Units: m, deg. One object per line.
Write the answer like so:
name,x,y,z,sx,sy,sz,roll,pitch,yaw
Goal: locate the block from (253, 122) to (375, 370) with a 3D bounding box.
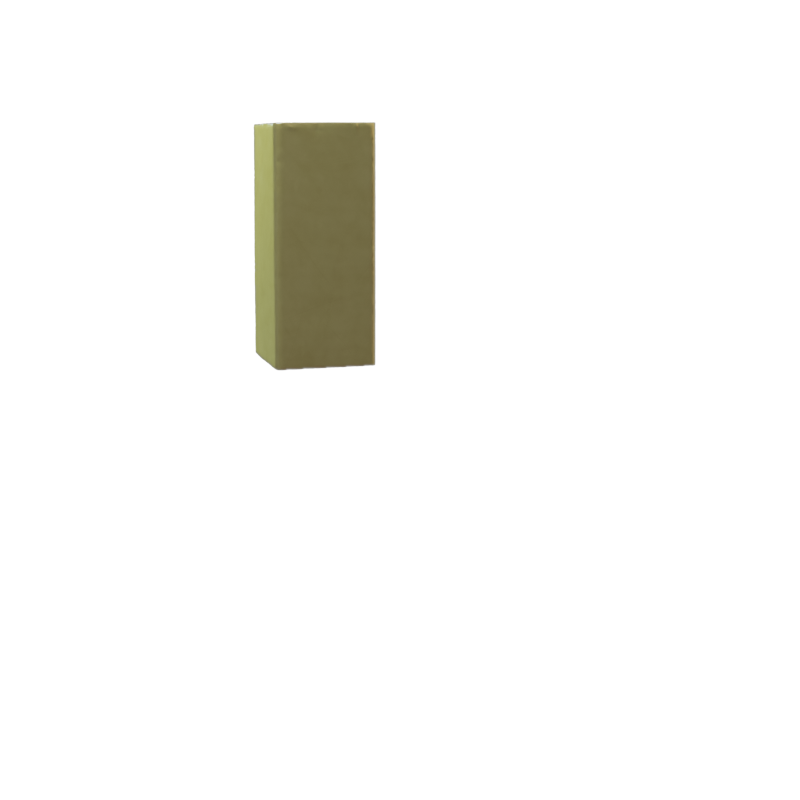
block,-0.076,-0.138,0.966,0.089,0.203,0.093,-2,7,-17
